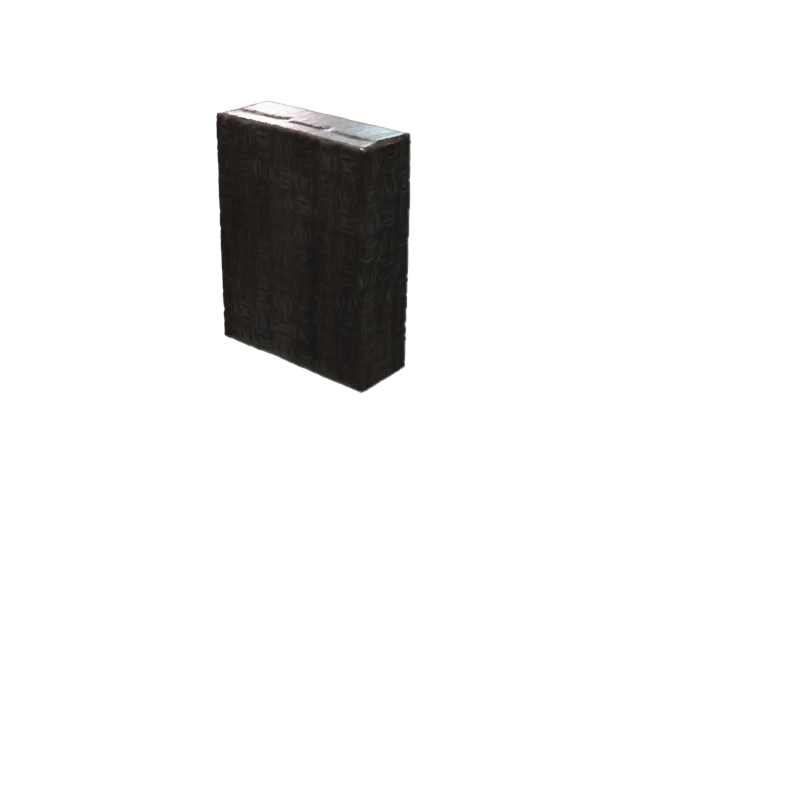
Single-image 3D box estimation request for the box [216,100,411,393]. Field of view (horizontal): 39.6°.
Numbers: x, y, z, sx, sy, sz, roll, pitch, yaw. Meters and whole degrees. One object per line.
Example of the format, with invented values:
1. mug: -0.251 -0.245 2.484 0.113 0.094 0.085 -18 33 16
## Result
1. box: -0.074 -0.135 0.946 0.174 0.203 0.071 21 30 35
